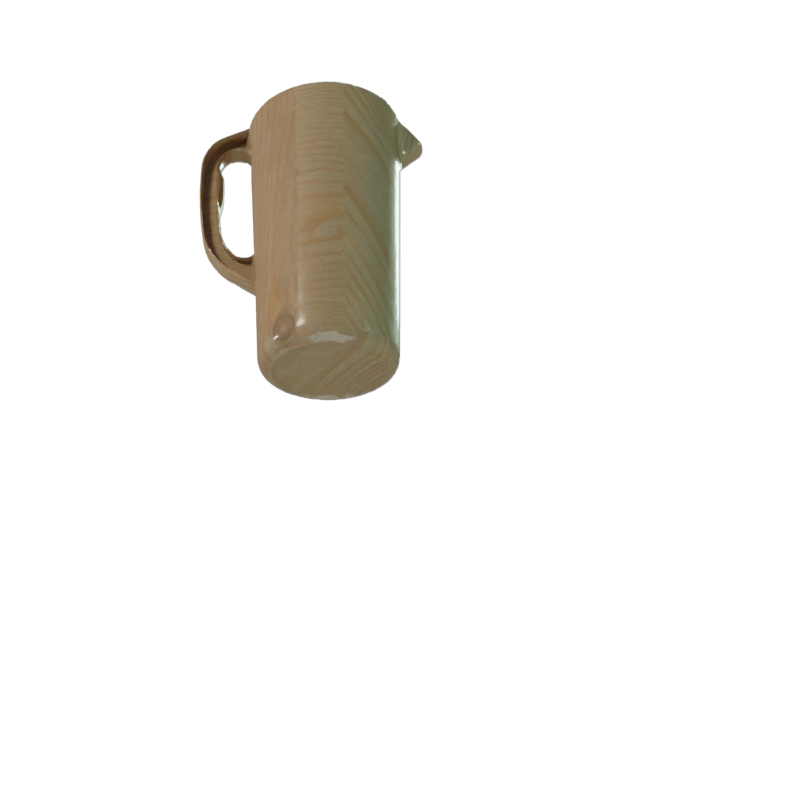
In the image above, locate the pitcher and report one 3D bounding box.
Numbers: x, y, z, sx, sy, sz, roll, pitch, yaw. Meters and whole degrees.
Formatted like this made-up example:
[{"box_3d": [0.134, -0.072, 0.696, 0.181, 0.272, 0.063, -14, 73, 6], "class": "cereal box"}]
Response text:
[{"box_3d": [-0.070, -0.128, 0.899, 0.149, 0.260, 0.135, -27, -40, 33], "class": "pitcher"}]
